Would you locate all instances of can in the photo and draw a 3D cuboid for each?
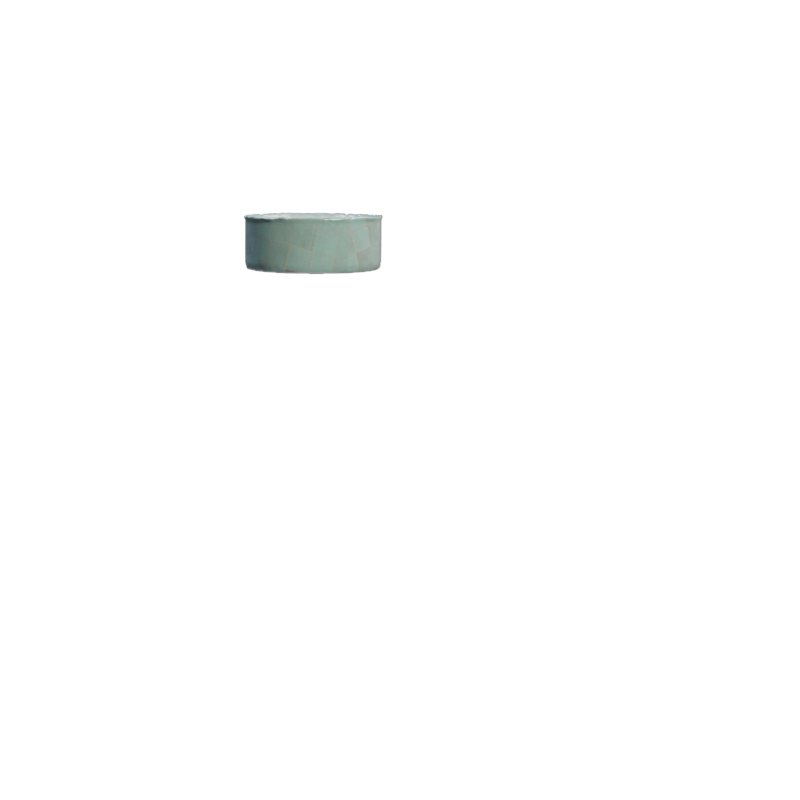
[{"bbox_3d":[-0.054,-0.098,0.685,0.086,0.033,0.088,0,10,-2],"label":"can"}]
